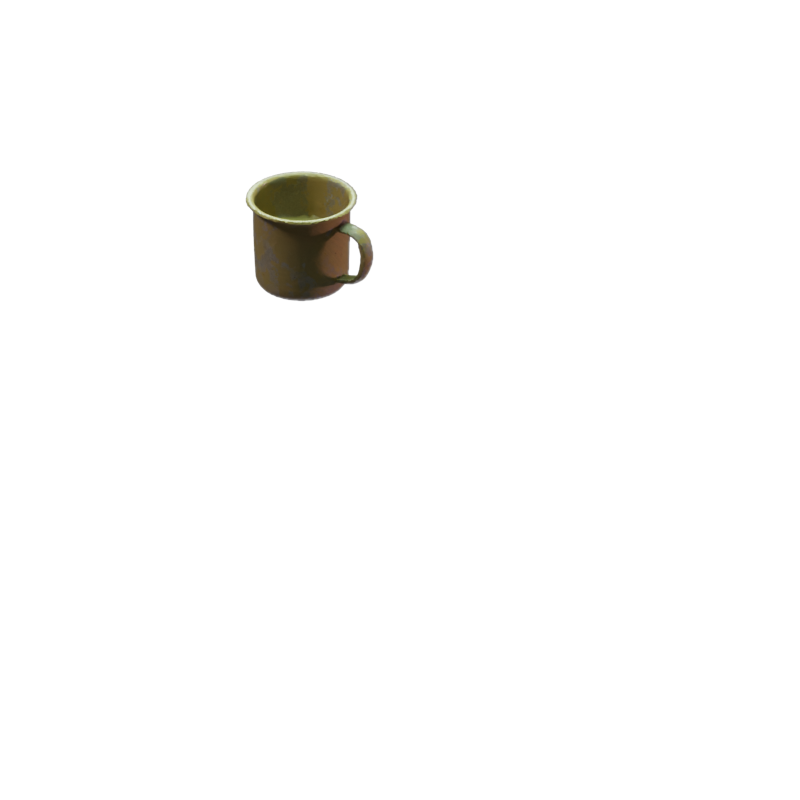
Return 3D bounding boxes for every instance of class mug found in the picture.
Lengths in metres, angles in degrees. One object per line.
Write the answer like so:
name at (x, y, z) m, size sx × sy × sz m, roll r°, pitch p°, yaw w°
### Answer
mug at (-0.073, -0.134, 0.938) m, size 0.123 × 0.076 × 0.095 m, roll 21°, pitch 39°, yaw 26°
